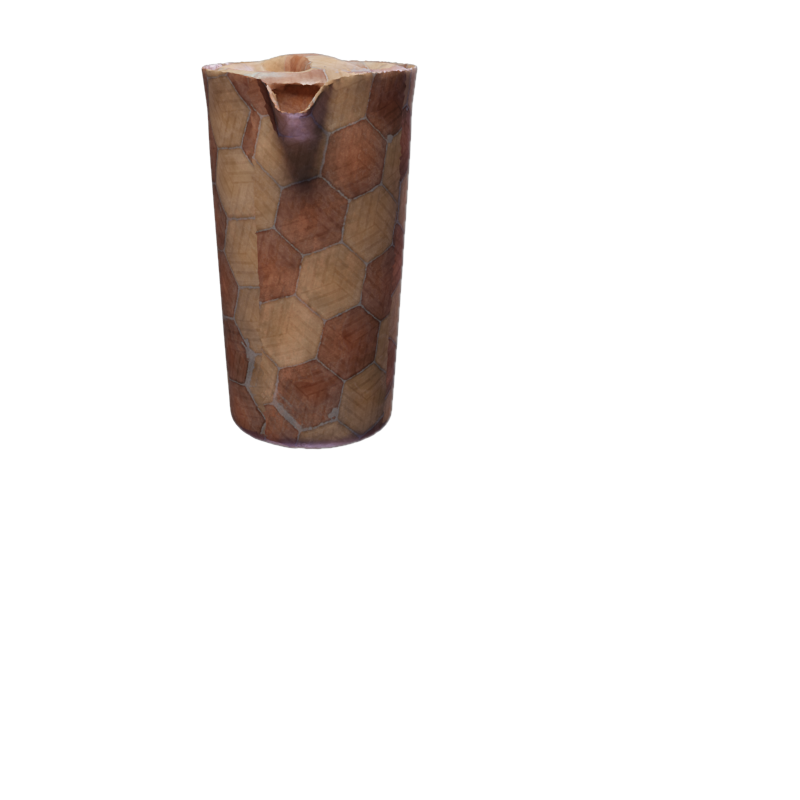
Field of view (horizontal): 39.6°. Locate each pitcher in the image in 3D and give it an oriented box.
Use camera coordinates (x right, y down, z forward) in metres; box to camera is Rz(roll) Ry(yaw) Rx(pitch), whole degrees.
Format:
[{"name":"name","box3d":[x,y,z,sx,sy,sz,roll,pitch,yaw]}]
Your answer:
[{"name":"pitcher","box3d":[-0.057,-0.103,0.723,0.146,0.235,0.153,-13,21,-40]}]
